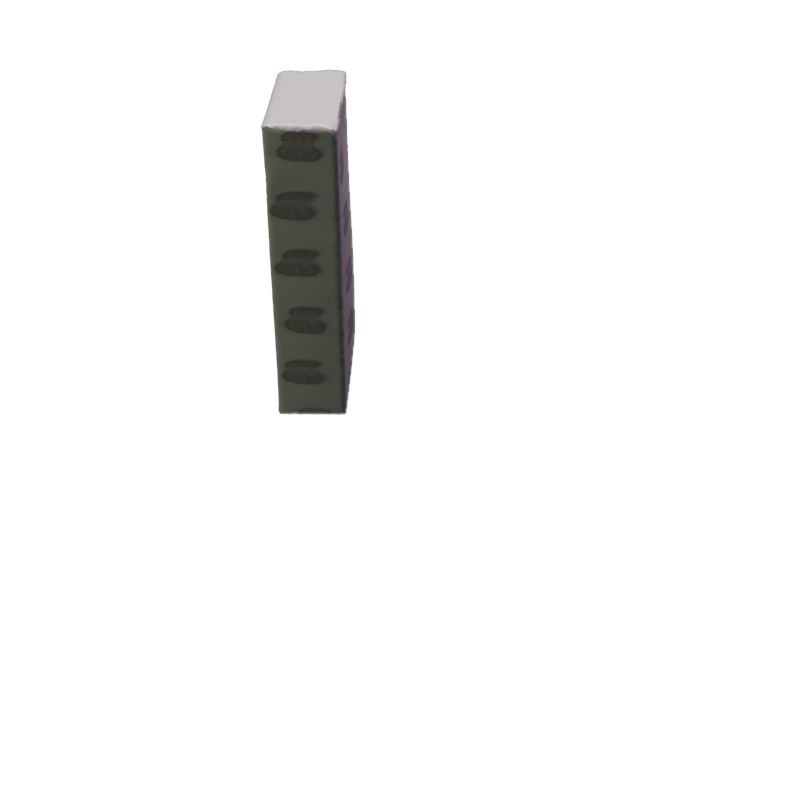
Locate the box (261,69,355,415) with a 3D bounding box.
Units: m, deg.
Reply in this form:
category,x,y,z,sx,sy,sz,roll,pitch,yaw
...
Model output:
category,x,y,z,sx,sy,sz,roll,pitch,yaw
box,-0.049,-0.090,0.632,0.048,0.166,0.099,2,30,0
